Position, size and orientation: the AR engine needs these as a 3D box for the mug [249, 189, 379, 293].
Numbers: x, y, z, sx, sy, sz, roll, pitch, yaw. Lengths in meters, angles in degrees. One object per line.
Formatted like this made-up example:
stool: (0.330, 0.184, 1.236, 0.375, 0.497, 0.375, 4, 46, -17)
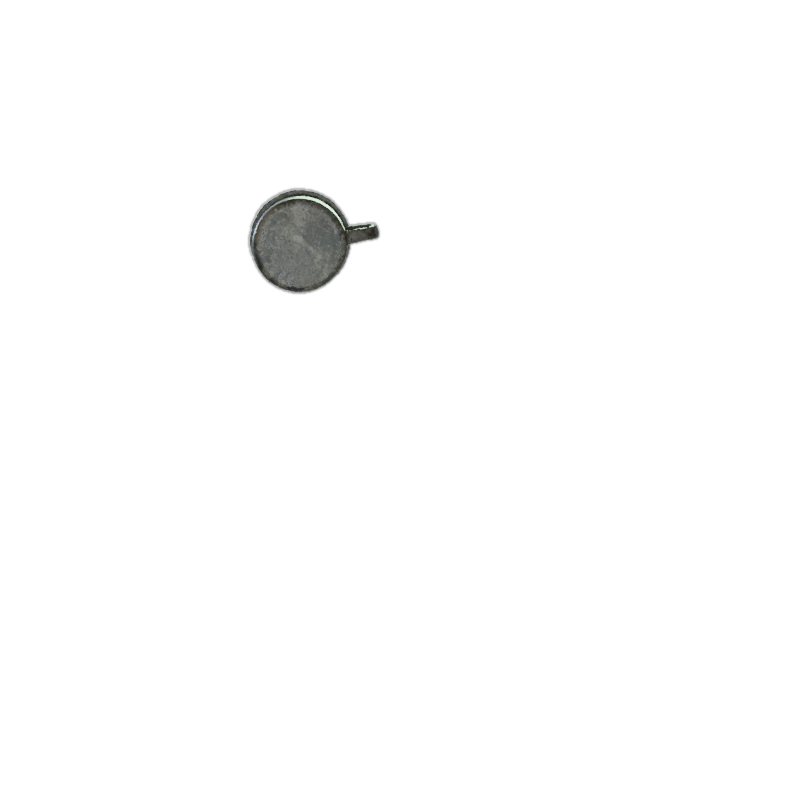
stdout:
mug: (-0.076, -0.139, 0.975, 0.117, 0.092, 0.083, -6, 8, -1)
